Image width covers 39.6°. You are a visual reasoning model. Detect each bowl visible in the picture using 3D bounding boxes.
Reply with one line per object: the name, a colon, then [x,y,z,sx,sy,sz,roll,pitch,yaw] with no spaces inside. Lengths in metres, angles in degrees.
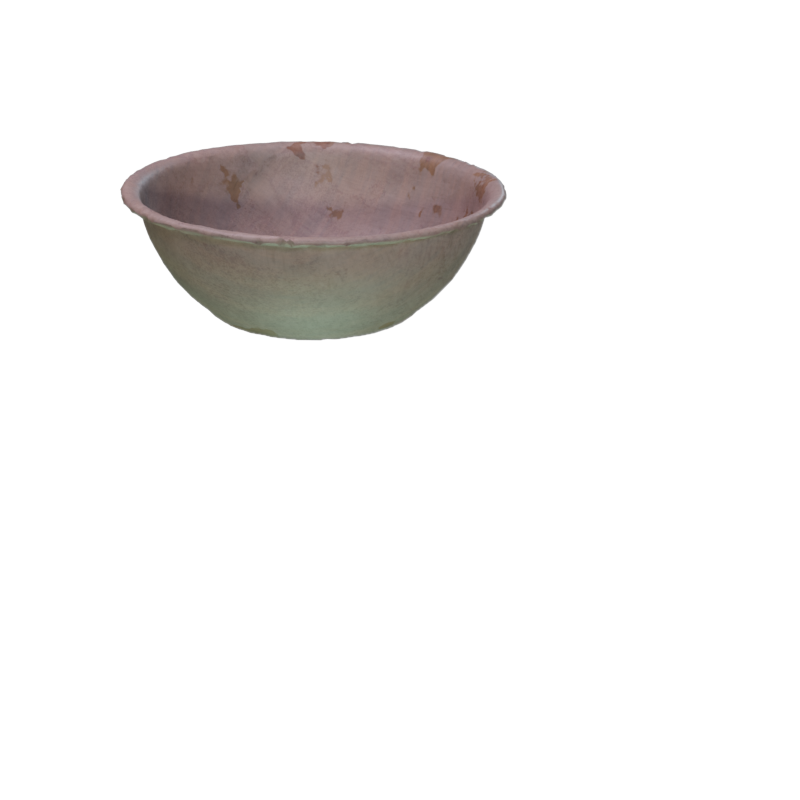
bowl: [-0.037,-0.068,0.476,0.162,0.053,0.170,-1,24,-2]
